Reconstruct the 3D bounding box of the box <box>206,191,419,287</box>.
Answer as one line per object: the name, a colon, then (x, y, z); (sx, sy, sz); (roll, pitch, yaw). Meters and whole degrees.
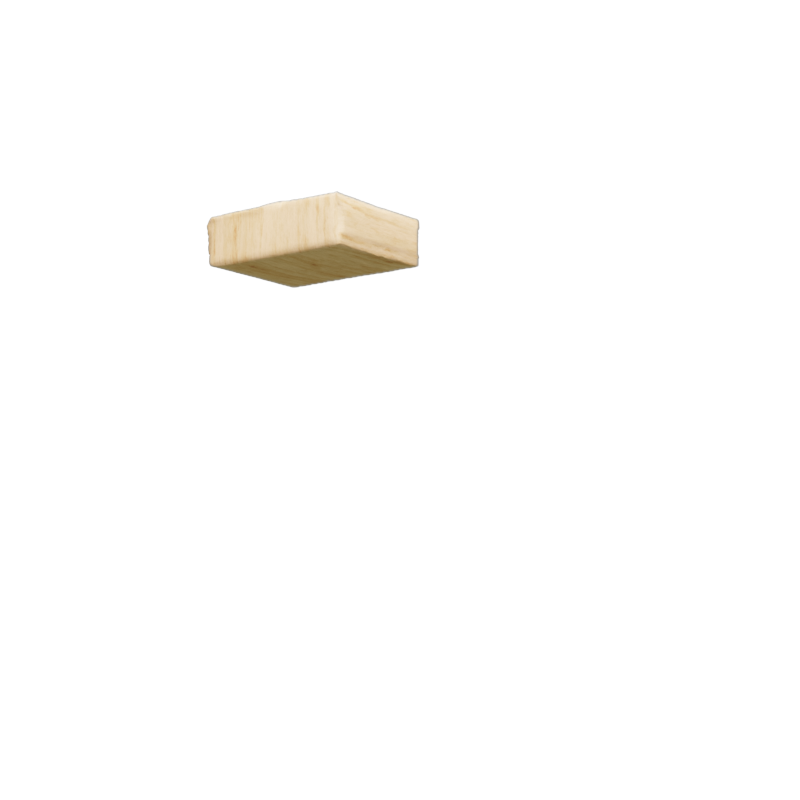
box: (-0.046, -0.084, 0.588); (0.092, 0.031, 0.069); (-4, -8, 36)
